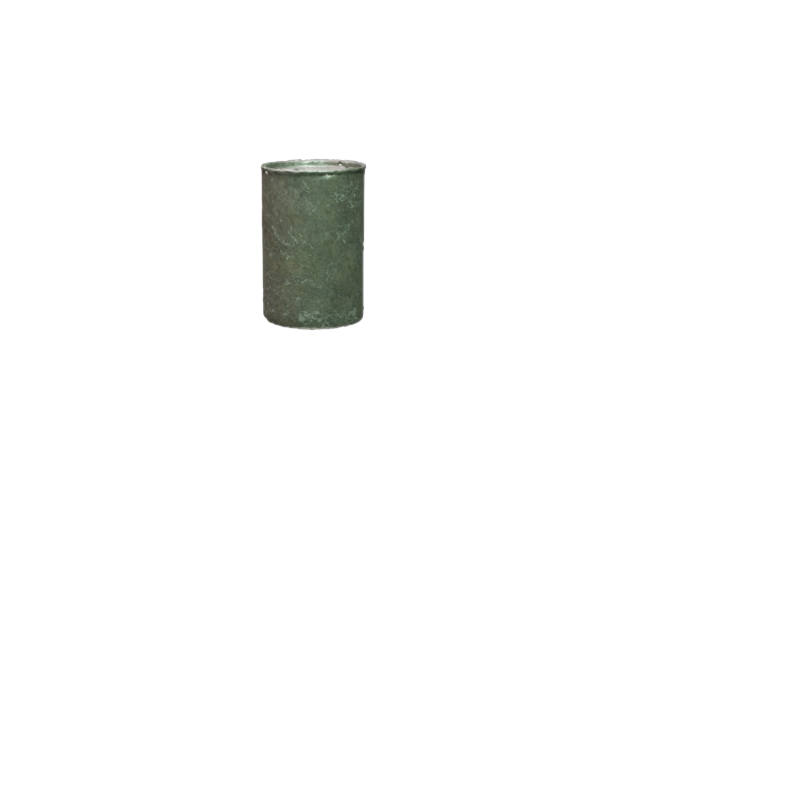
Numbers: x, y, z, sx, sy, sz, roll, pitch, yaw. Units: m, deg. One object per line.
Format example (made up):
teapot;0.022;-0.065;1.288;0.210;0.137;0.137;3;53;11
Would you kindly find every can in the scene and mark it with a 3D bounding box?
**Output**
can;-0.057;-0.103;0.723;0.068;0.100;0.071;0;13;-2
